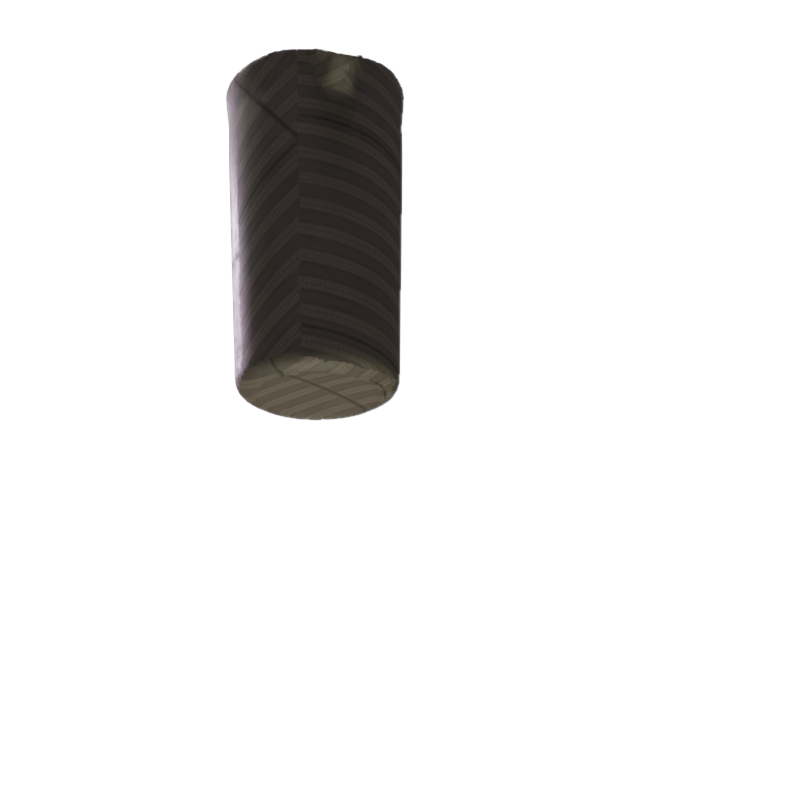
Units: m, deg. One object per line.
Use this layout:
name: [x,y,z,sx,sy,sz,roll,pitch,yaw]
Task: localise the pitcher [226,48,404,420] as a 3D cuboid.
pitcher: [-0.062,-0.112,0.787,0.147,0.257,0.138,-14,-28,24]
